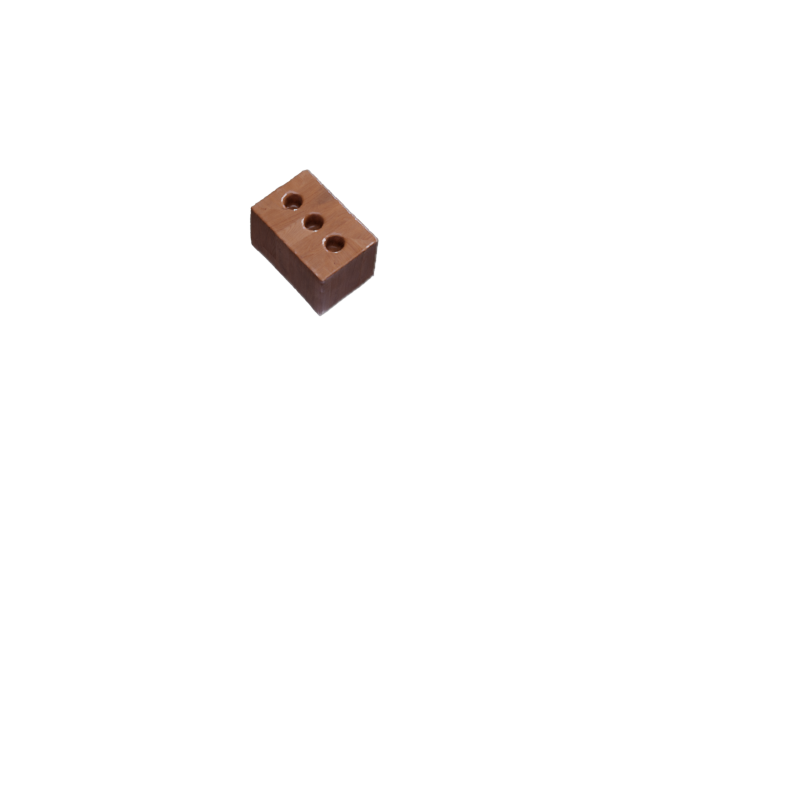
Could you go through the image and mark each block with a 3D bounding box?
[{"bbox_3d":[-0.060,-0.109,0.761,0.053,0.082,0.048,-37,-22,-19],"label":"block"}]
